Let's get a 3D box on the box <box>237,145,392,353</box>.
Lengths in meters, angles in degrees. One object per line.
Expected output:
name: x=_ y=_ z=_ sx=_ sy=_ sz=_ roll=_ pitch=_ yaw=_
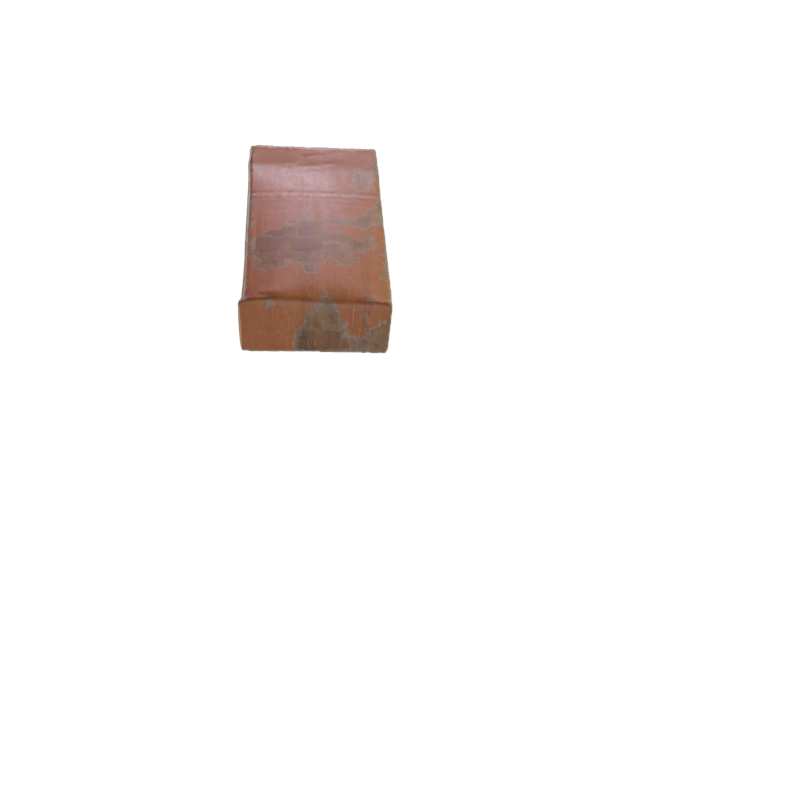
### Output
box: x=-0.057 y=-0.105 z=0.735 sx=0.093 sy=0.045 sz=0.189 roll=1 pitch=39 yaw=-4
